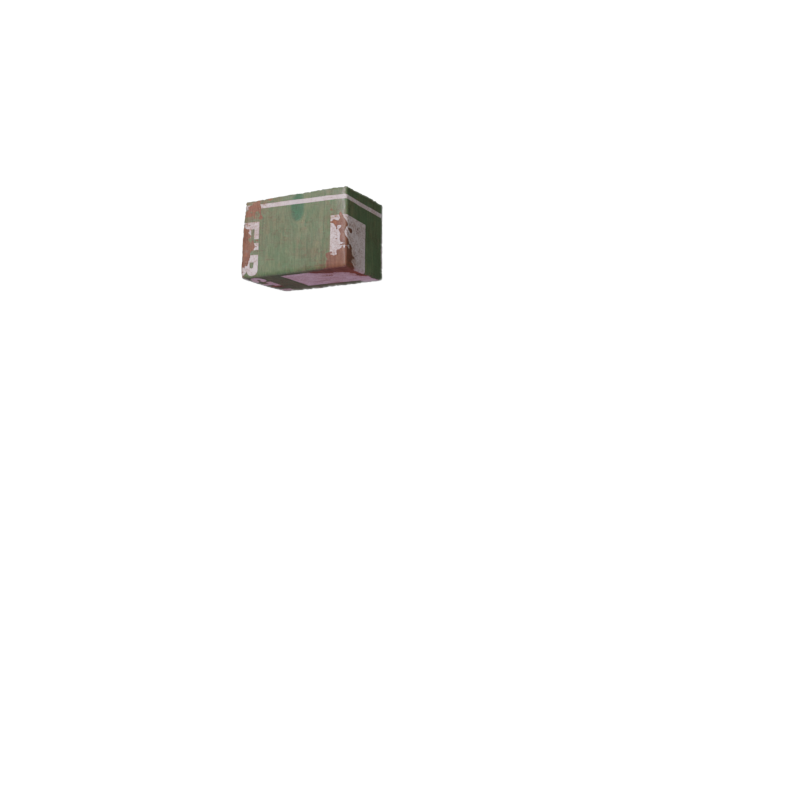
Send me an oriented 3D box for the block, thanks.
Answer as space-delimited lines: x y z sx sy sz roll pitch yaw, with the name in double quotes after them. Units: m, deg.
-0.056 -0.103 0.718 0.080 0.053 0.050 -5 -11 28 "block"
